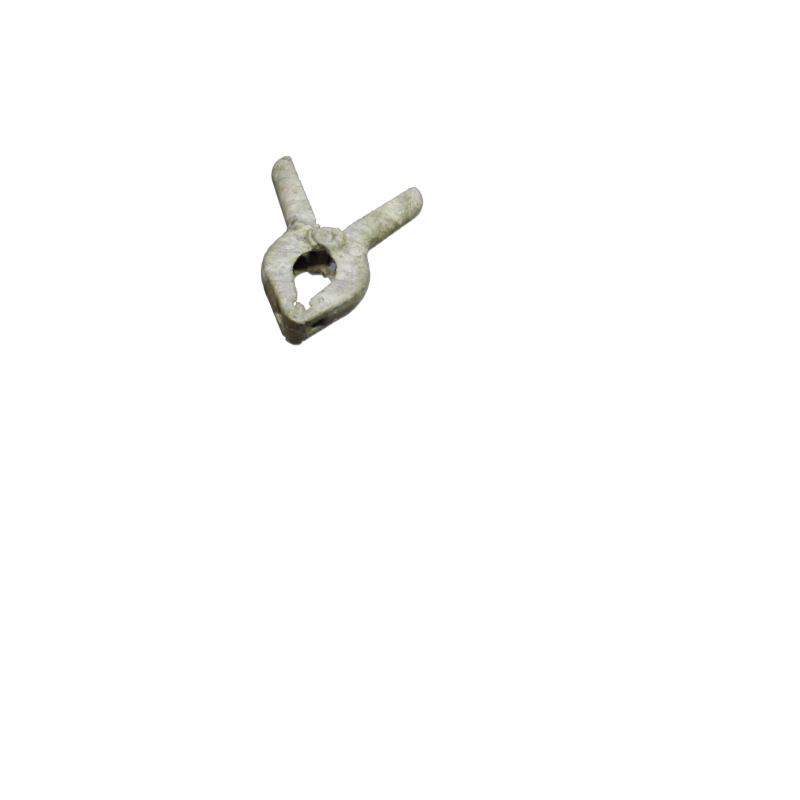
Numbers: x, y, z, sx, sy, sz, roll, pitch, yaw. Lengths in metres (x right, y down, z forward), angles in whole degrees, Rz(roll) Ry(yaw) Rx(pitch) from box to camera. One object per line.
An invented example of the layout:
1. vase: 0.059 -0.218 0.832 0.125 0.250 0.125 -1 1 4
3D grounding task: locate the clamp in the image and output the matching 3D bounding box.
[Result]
1. clamp: -0.065 -0.118 0.825 0.124 0.036 0.179 16 49 14
